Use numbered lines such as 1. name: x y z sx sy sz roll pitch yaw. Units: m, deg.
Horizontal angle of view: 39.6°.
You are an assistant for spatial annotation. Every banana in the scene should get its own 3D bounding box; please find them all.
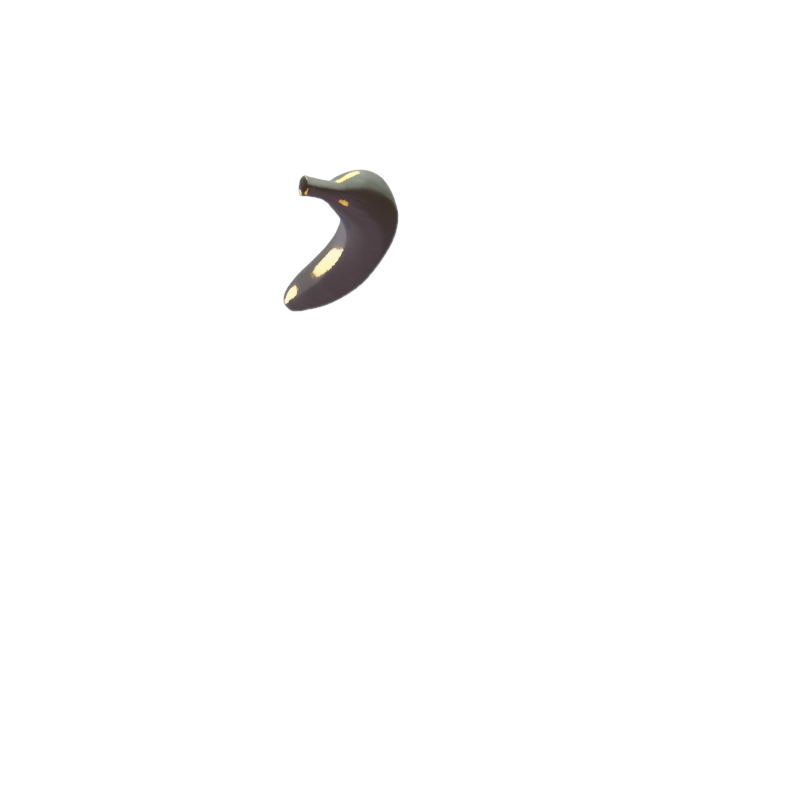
1. banana: -0.039 -0.107 0.741 0.069 0.039 0.189 2 -20 -7
